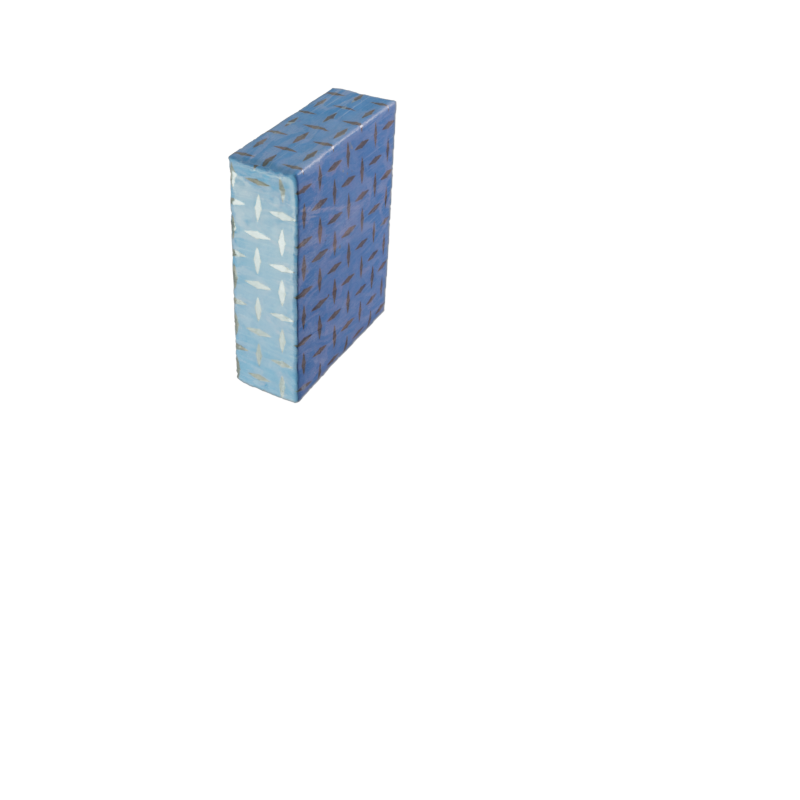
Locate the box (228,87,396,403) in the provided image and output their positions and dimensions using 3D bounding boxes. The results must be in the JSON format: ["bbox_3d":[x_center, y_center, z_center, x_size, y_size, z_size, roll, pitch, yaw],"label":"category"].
[{"bbox_3d":[-0.073,-0.133,0.930,0.075,0.201,0.168,17,37,21],"label":"box"}]
